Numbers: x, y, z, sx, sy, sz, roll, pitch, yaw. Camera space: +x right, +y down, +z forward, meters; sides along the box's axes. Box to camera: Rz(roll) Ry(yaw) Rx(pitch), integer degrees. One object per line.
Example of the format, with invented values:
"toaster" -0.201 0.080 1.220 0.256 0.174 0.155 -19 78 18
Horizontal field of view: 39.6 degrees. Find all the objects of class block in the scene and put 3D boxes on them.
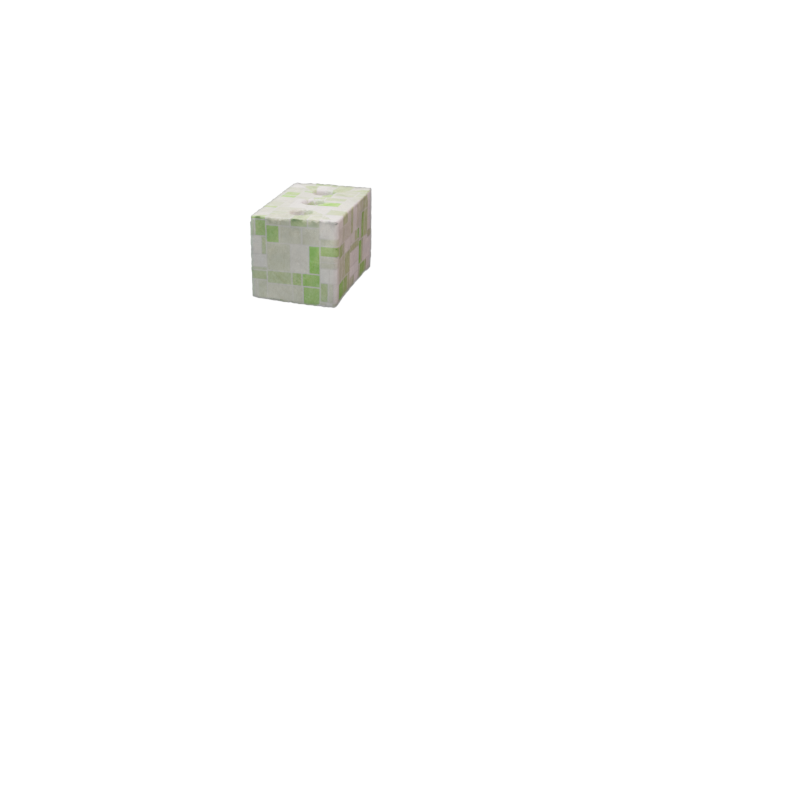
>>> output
"block" -0.051 -0.094 0.657 0.054 0.049 0.080 6 24 13
